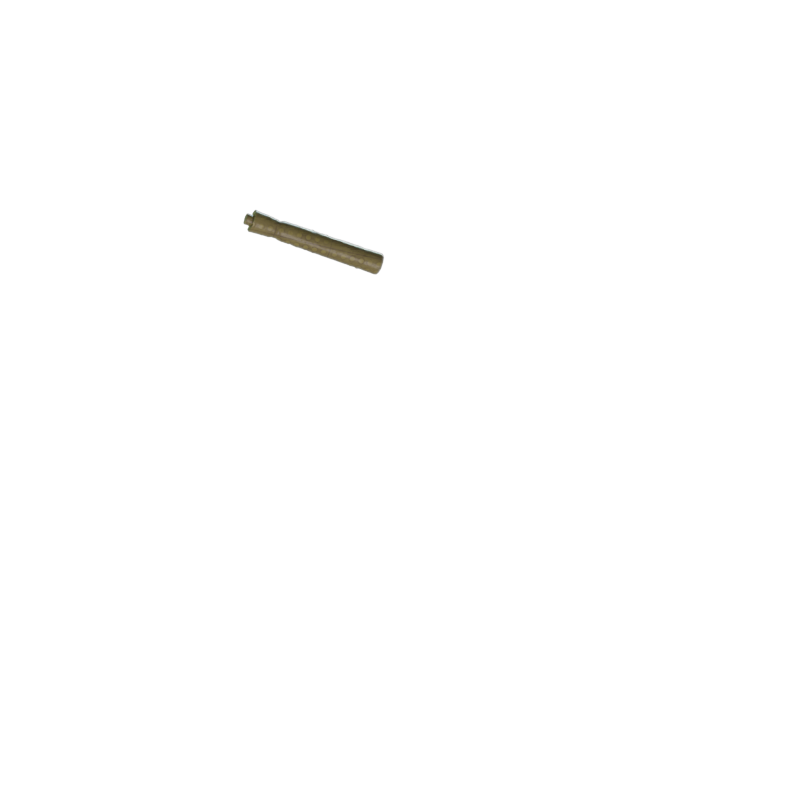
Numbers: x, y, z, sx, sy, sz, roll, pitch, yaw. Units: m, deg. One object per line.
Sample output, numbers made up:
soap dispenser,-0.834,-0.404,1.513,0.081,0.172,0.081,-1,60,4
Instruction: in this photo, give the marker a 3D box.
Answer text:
marker,-0.072,-0.131,0.918,0.118,0.020,0.020,17,-1,-14
